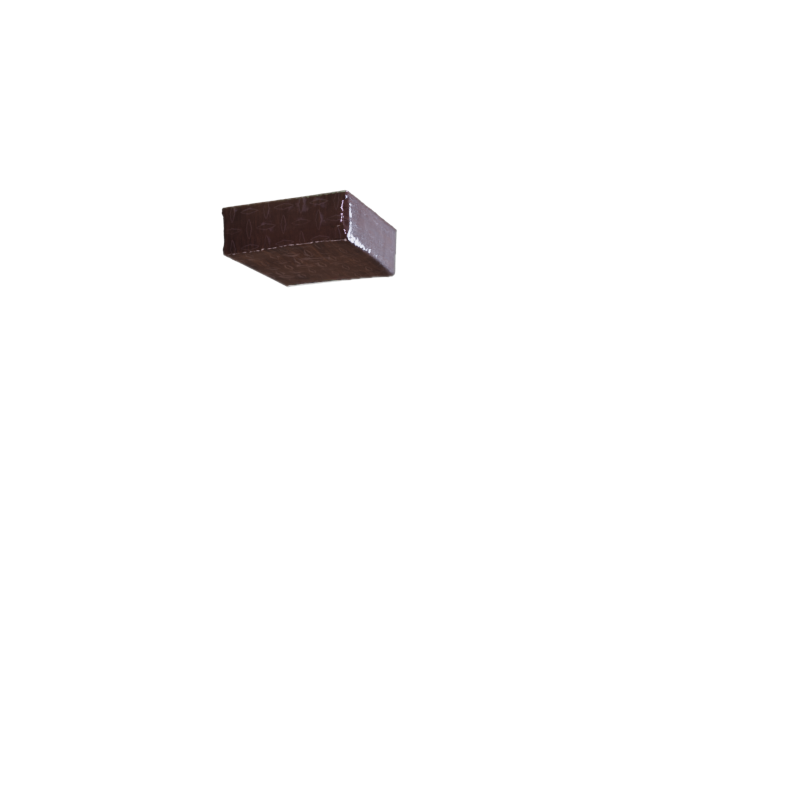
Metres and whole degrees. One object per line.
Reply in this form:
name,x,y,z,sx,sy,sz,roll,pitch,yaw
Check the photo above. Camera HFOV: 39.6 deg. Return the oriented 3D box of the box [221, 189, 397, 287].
box,-0.060,-0.110,0.767,0.092,0.040,0.108,-3,-10,19
